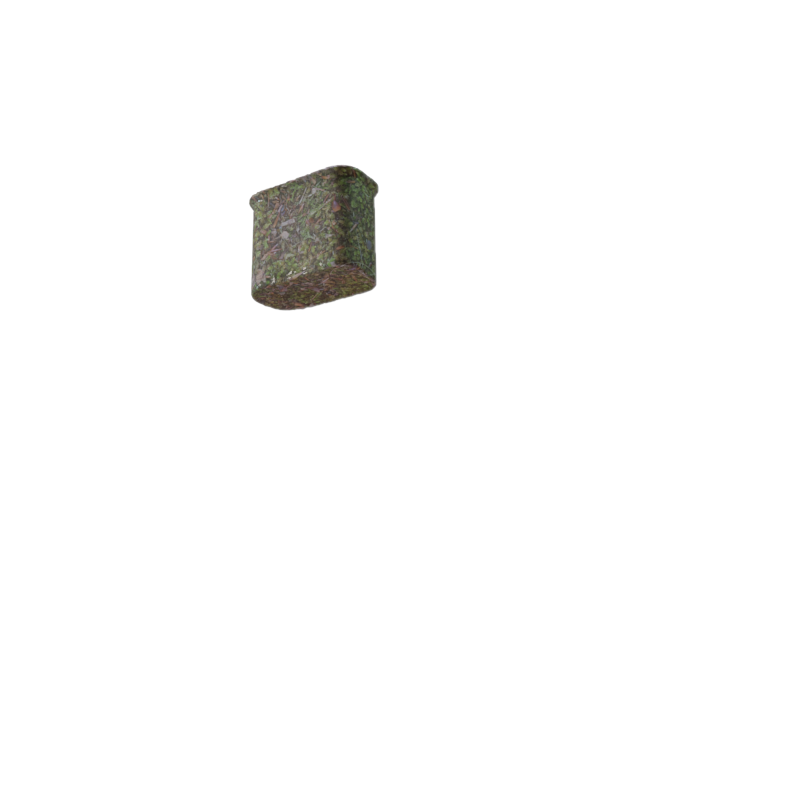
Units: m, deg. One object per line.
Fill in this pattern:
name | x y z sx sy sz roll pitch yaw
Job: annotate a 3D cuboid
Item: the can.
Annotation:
can | -0.067 -0.121 0.848 0.103 0.088 0.053 -14 -27 29
